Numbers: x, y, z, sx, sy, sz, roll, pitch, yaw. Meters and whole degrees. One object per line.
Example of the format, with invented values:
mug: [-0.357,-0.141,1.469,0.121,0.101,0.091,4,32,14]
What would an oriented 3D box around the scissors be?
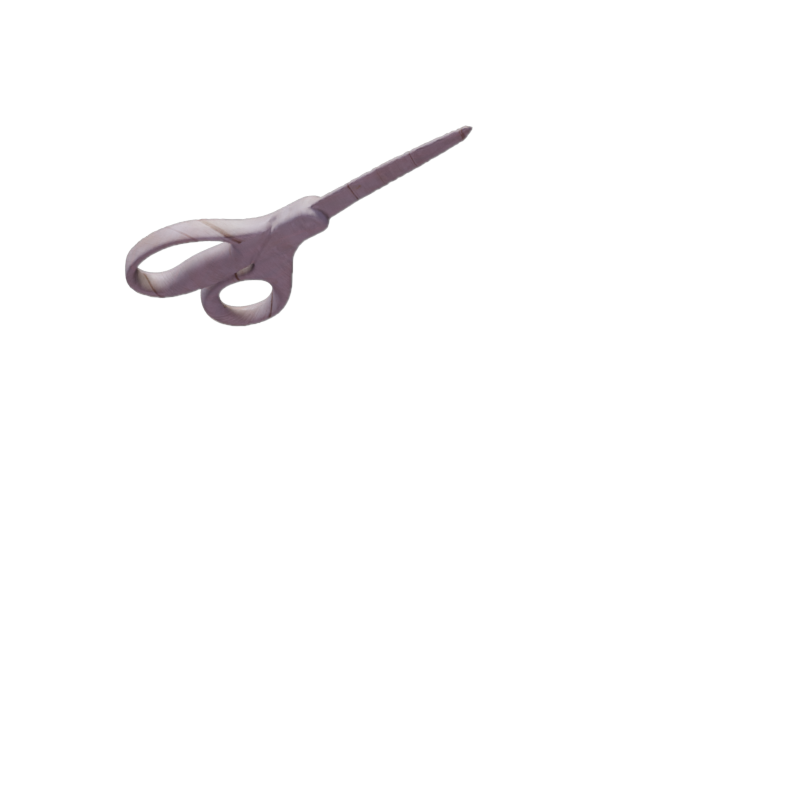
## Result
scissors: [-0.044,-0.079,0.556,0.204,0.017,0.089,-13,-32,21]
